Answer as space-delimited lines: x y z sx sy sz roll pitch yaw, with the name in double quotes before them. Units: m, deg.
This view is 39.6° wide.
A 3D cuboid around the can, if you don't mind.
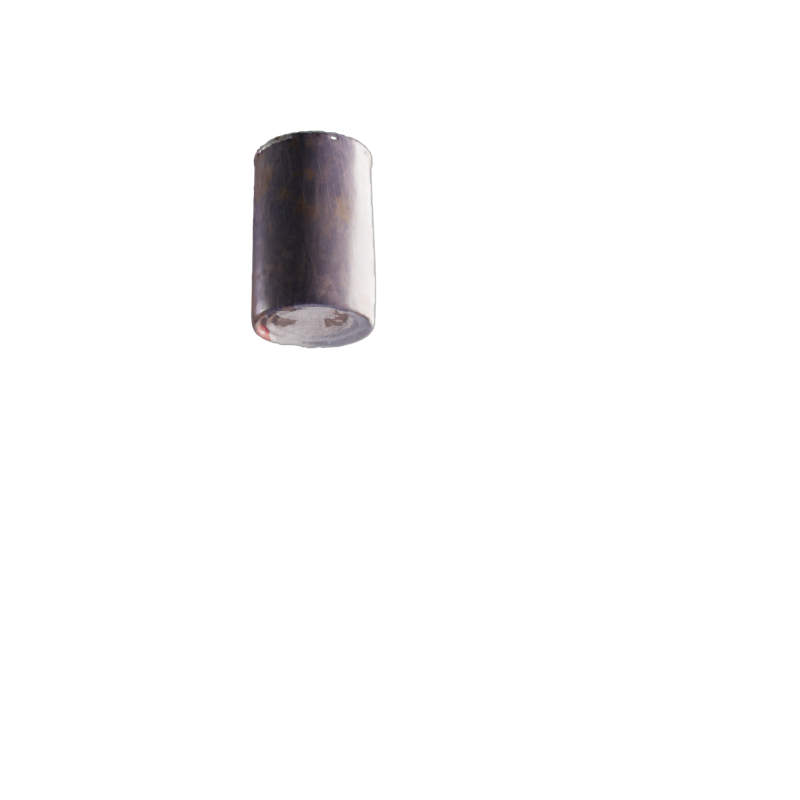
"can" -0.048 -0.087 0.609 0.068 0.108 0.065 0 -22 -2
